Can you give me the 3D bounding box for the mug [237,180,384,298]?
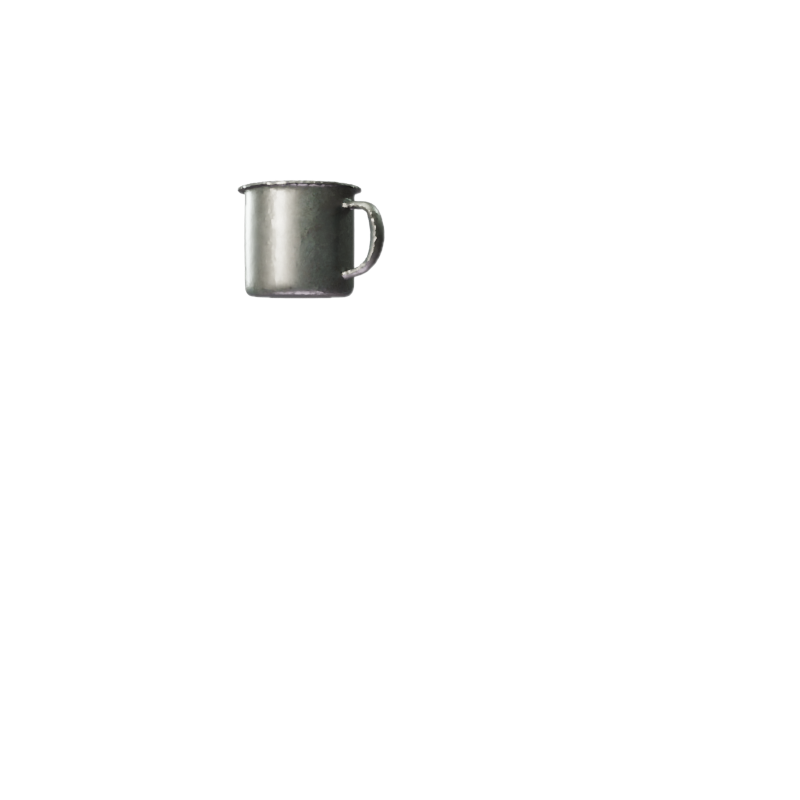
[{"bbox_3d":[-0.064,-0.117,0.821,0.121,0.082,0.090,0,0,28],"label":"mug"}]
